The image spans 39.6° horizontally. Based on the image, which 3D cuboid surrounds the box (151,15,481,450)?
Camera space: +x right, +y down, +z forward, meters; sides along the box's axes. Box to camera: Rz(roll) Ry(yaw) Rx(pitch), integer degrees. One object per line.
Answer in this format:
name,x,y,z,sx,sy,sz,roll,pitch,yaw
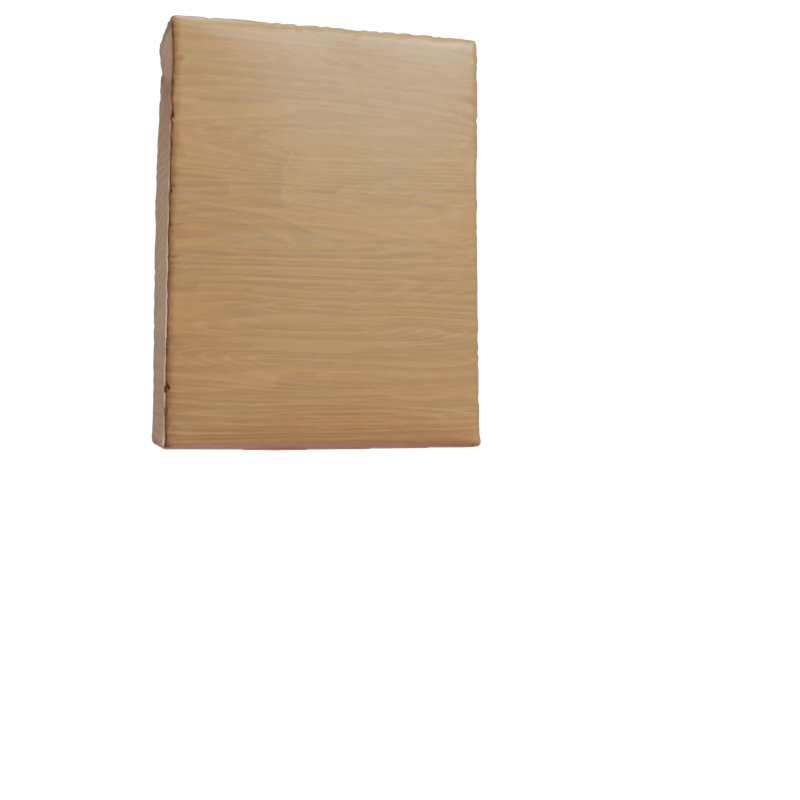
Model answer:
box,-0.046,-0.083,0.582,0.161,0.218,0.072,1,-7,-16
